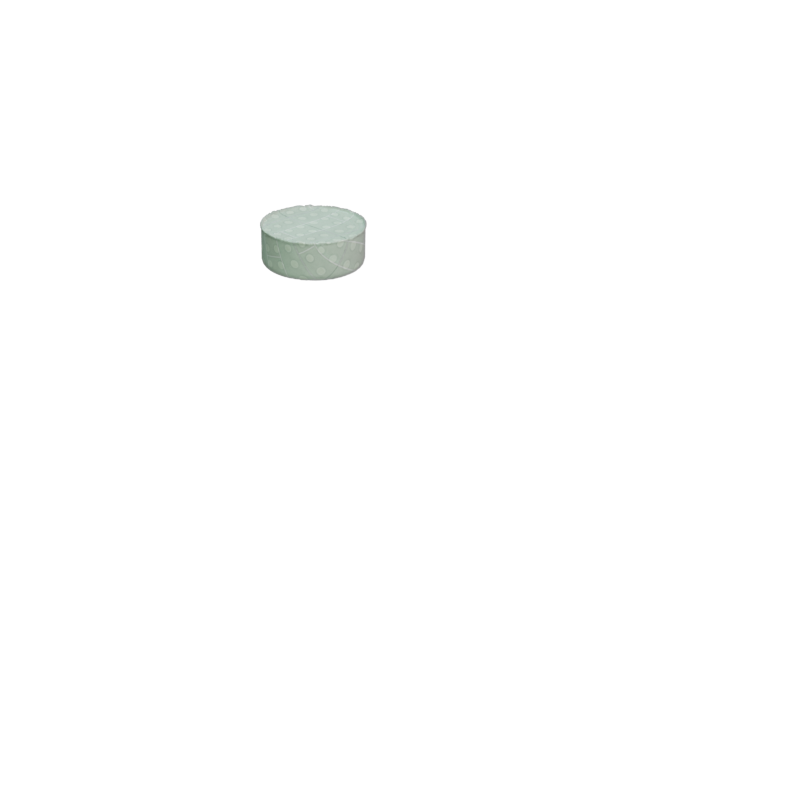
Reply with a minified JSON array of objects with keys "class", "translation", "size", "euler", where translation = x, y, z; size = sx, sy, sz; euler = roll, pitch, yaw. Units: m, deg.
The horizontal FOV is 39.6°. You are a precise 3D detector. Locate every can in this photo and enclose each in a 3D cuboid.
[{"class":"can","translation":[-0.070,-0.128,0.897],"size":[0.086,0.032,0.091],"euler":[-1,28,-2]}]
